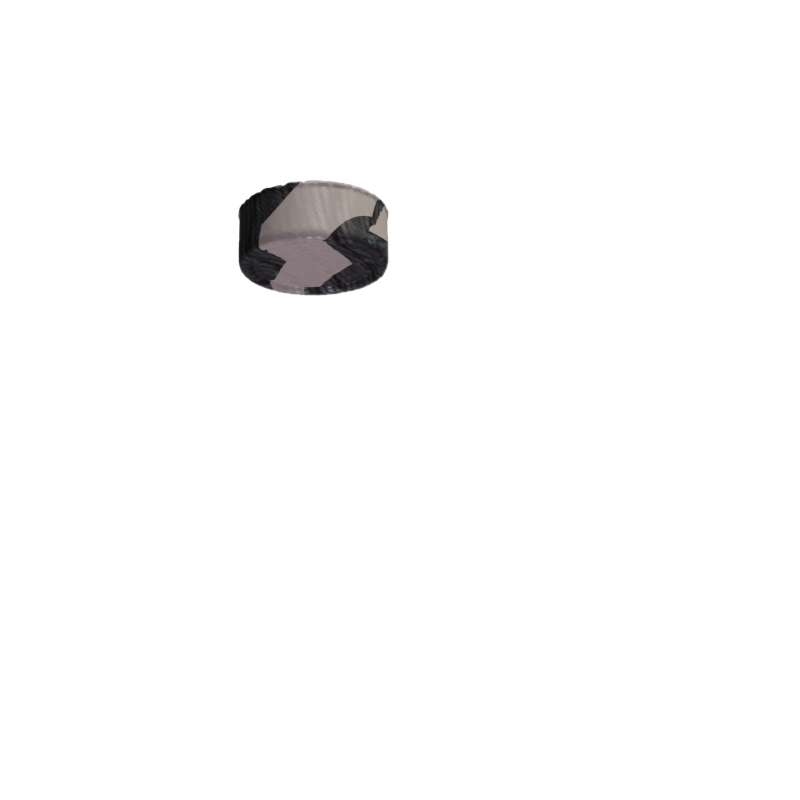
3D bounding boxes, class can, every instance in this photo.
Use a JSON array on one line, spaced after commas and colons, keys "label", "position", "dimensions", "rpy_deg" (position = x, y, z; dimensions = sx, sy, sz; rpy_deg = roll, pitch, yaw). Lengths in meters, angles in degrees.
[{"label": "can", "position": [-0.049, -0.089, 0.626], "dimensions": [0.086, 0.035, 0.082], "rpy_deg": [0, -19, -2]}]
